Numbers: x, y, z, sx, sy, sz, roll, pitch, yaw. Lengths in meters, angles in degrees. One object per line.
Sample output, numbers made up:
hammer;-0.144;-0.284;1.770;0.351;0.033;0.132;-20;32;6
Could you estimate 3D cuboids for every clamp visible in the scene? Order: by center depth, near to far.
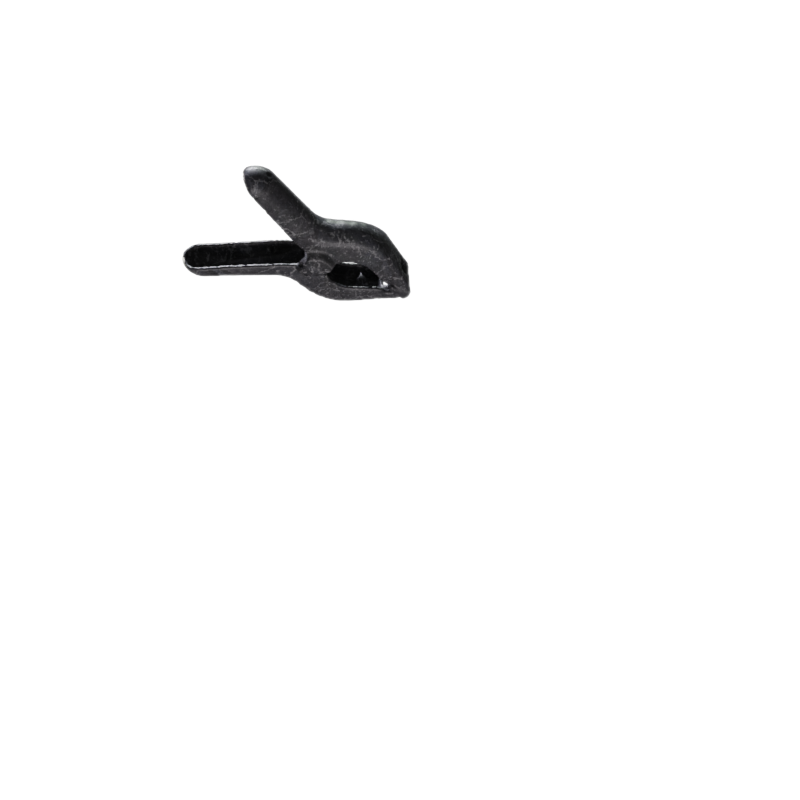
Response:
clamp;-0.064;-0.116;0.813;0.167;0.042;0.116;9;-27;-18
